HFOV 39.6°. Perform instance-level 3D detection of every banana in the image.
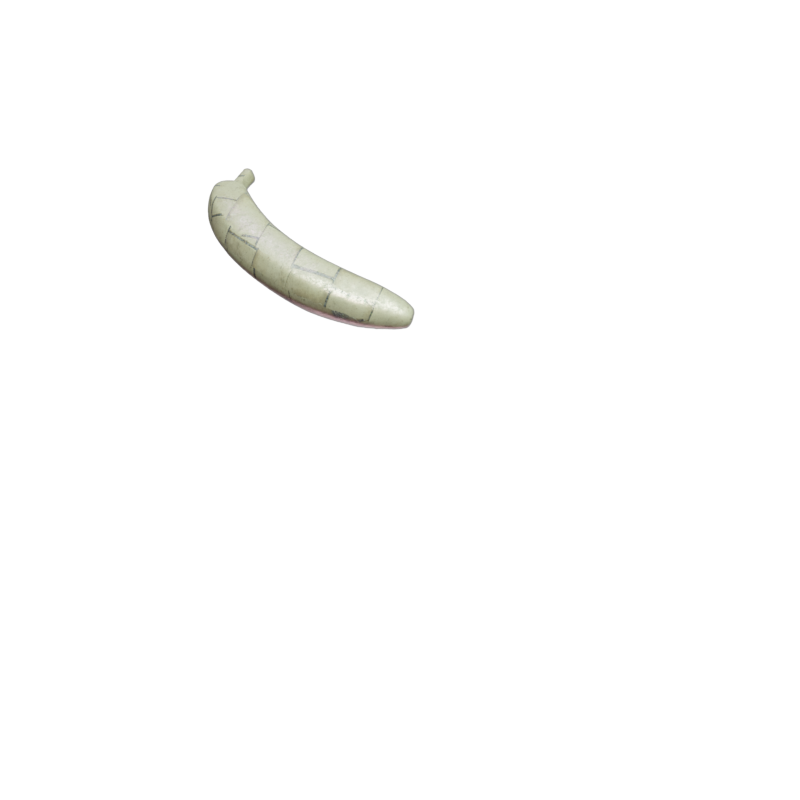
[{"bbox_3d":[-0.076,-0.103,0.758,0.069,0.034,0.212,-29,54,-25],"label":"banana"}]
